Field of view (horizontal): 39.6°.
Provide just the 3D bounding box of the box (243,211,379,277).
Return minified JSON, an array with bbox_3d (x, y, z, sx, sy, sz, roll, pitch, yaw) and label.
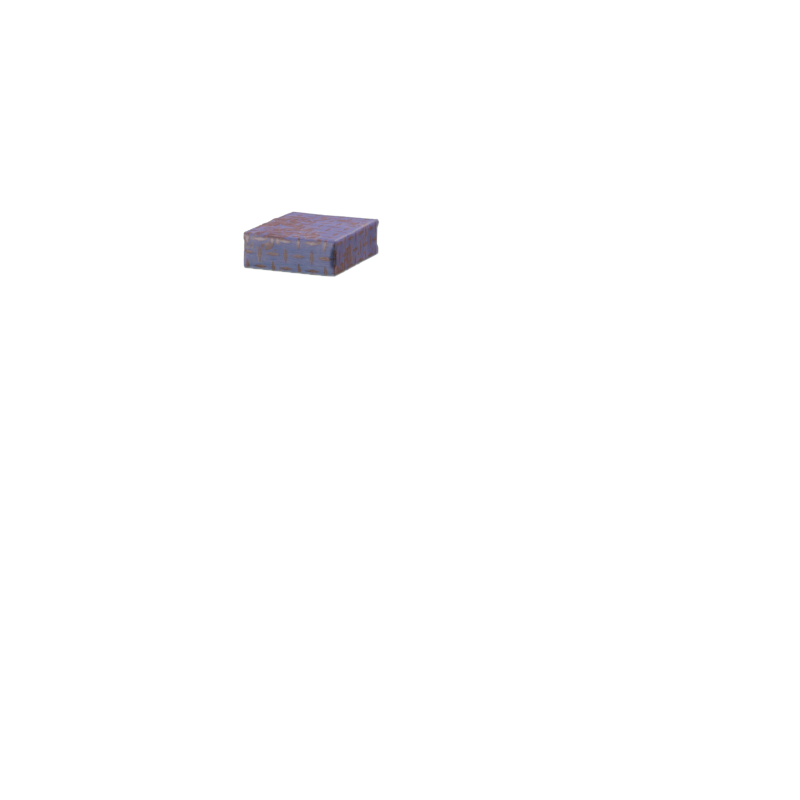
[{"bbox_3d":[-0.064,-0.118,0.823,0.075,0.029,0.090,8,21,21],"label":"box"}]
